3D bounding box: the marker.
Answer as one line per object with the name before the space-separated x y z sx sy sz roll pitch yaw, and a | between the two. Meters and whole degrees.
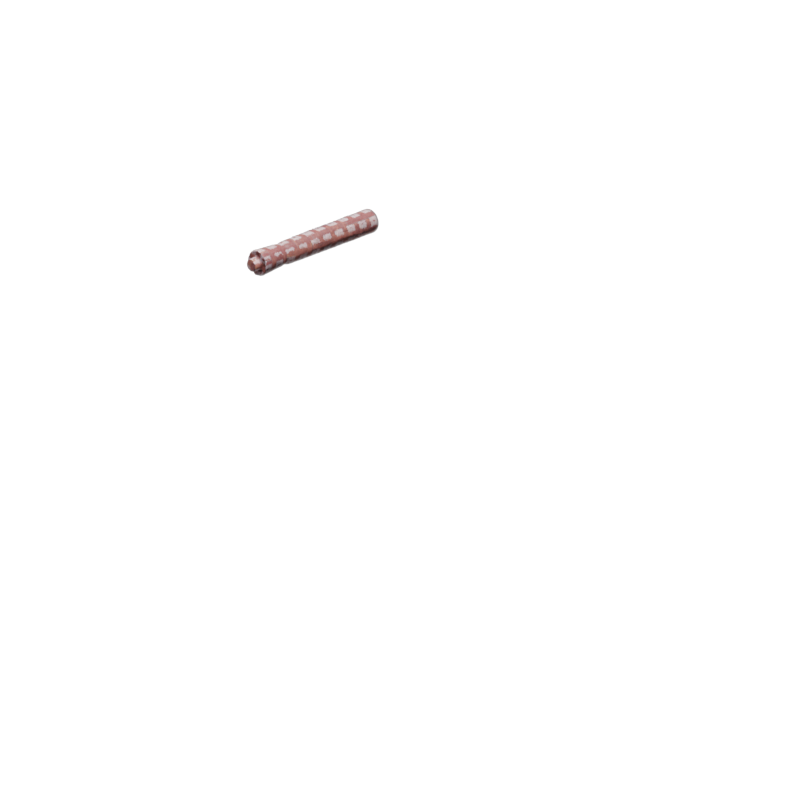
marker | -0.063 -0.114 0.801 0.021 0.019 0.120 4 24 45
